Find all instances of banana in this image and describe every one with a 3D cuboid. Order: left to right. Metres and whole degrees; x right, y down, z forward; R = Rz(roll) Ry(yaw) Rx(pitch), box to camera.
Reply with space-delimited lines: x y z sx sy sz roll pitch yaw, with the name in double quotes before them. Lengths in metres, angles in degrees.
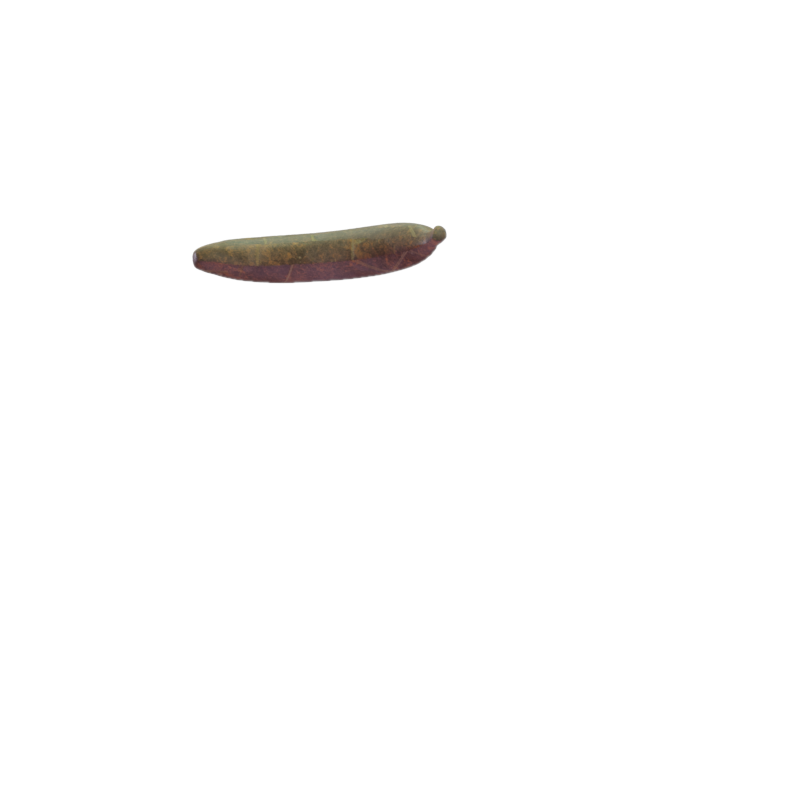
"banana" -0.056 -0.113 0.837 0.201 0.038 0.065 -5 -17 18
